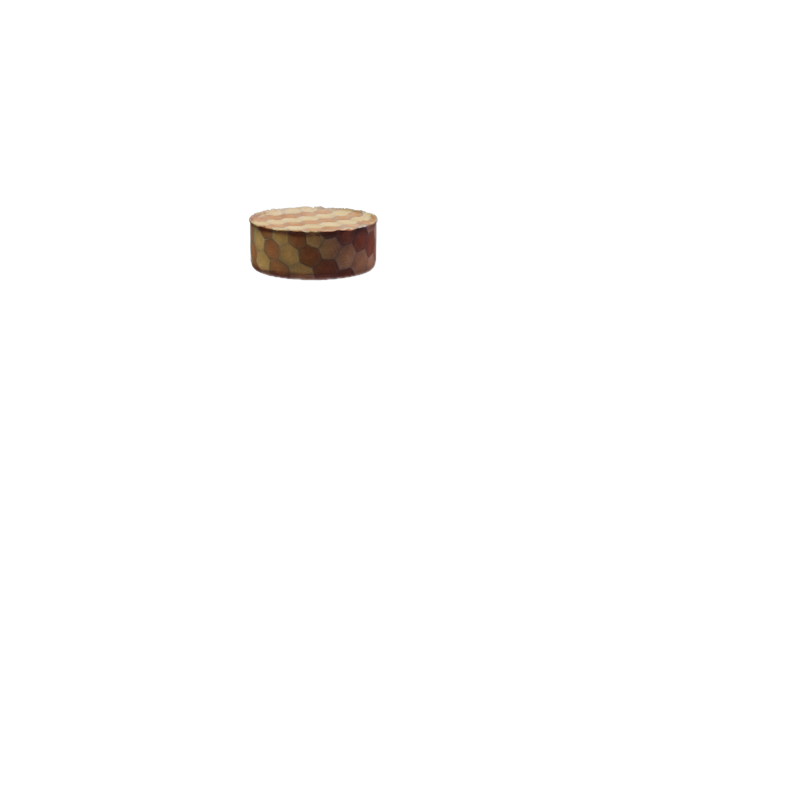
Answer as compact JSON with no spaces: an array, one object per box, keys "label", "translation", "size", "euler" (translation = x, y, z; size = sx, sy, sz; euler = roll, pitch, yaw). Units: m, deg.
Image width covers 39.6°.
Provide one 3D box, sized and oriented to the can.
[{"label":"can","translation":[-0.058,-0.106,0.742],"size":[0.086,0.032,0.089],"euler":[-1,19,-2]}]
